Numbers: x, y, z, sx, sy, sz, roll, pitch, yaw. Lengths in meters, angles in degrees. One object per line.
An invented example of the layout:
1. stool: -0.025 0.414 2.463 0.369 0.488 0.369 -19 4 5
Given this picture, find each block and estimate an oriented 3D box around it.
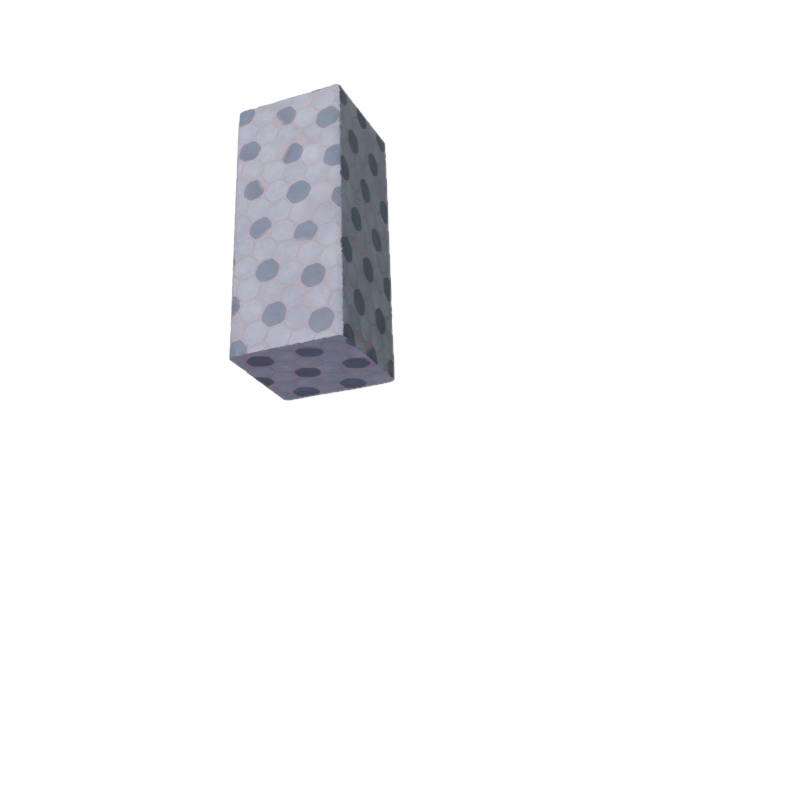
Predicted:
1. block: -0.065 -0.117 0.821 0.091 0.219 0.084 -13 -29 20
